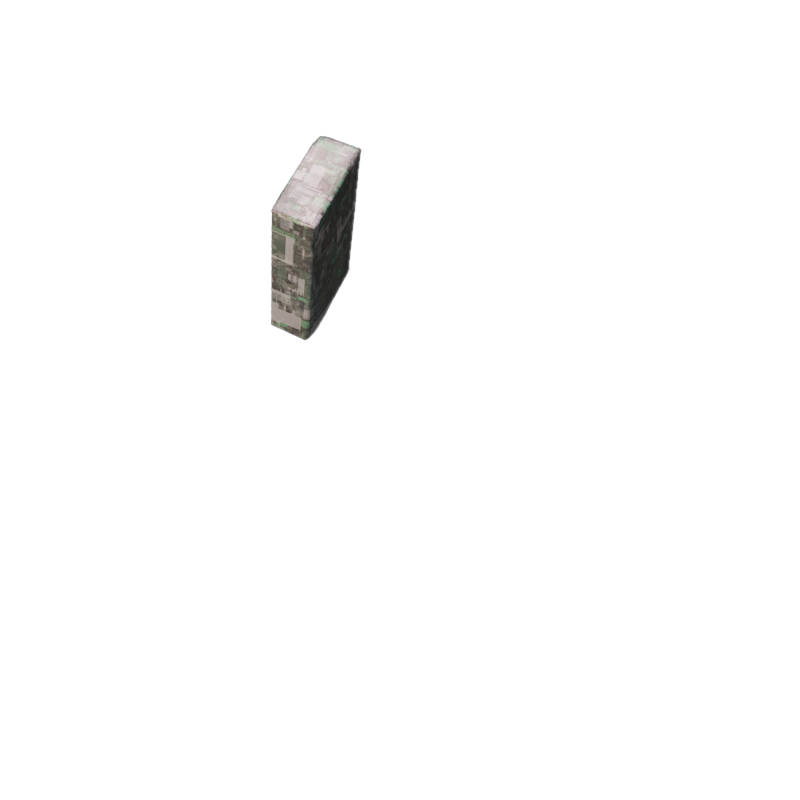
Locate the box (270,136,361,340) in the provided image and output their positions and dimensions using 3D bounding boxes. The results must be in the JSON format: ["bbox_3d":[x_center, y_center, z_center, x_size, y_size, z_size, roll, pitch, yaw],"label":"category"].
[{"bbox_3d":[-0.075,-0.136,0.954,0.049,0.097,0.165,21,-31,9],"label":"box"}]
